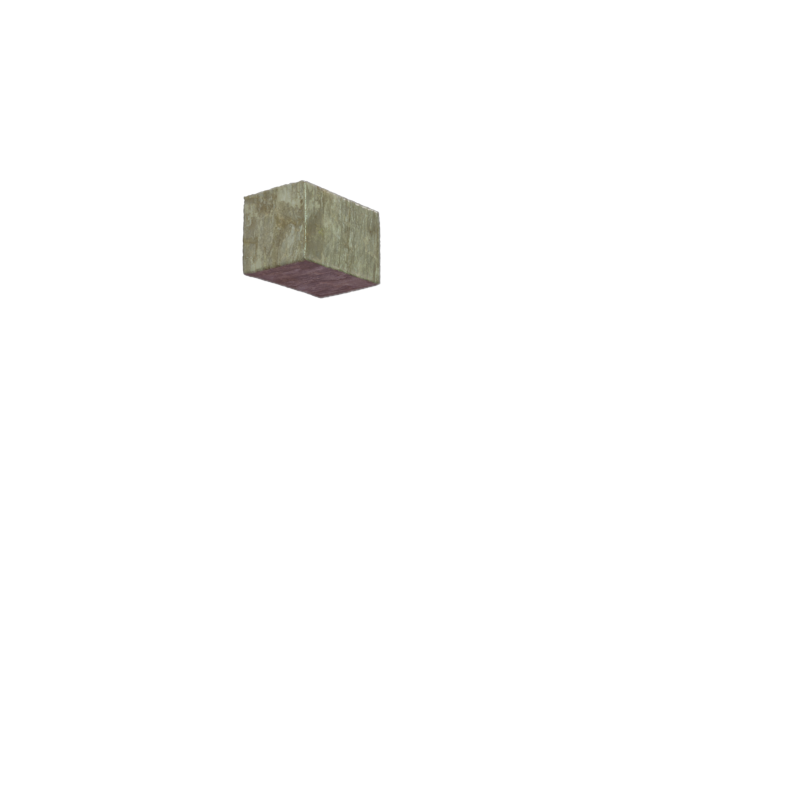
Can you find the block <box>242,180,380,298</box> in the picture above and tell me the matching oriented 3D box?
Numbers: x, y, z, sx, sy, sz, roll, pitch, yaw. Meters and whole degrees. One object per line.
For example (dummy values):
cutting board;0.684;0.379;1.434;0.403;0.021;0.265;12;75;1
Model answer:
block;-0.055;-0.100;0.700;0.054;0.053;0.073;-11;-16;35
